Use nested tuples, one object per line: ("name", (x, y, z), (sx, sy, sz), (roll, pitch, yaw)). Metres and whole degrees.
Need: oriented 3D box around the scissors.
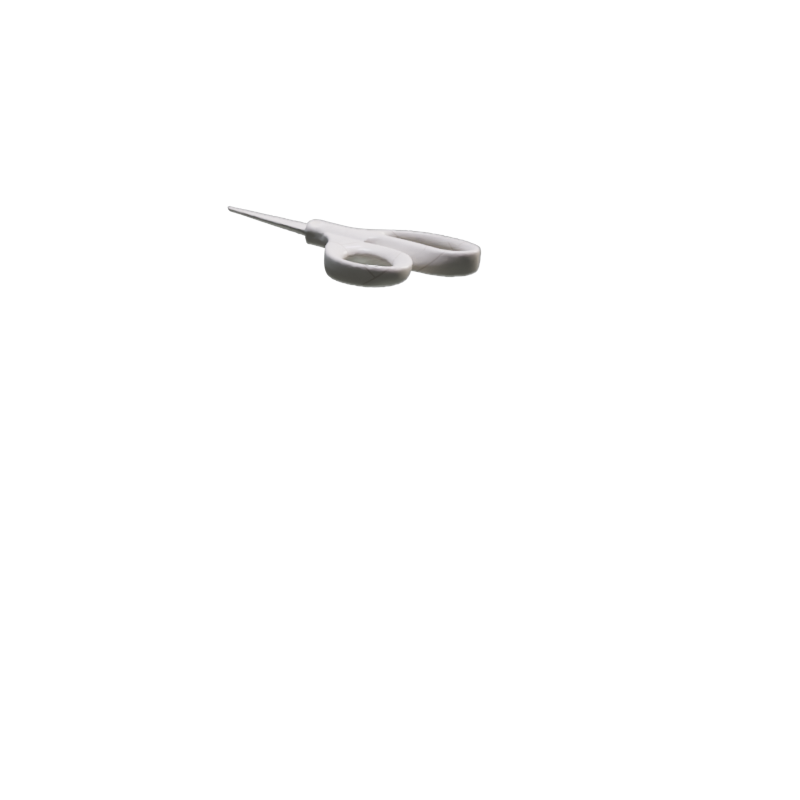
("scissors", (-0.051, -0.094, 0.658), (0.211, 0.015, 0.095), (13, 25, 31))
